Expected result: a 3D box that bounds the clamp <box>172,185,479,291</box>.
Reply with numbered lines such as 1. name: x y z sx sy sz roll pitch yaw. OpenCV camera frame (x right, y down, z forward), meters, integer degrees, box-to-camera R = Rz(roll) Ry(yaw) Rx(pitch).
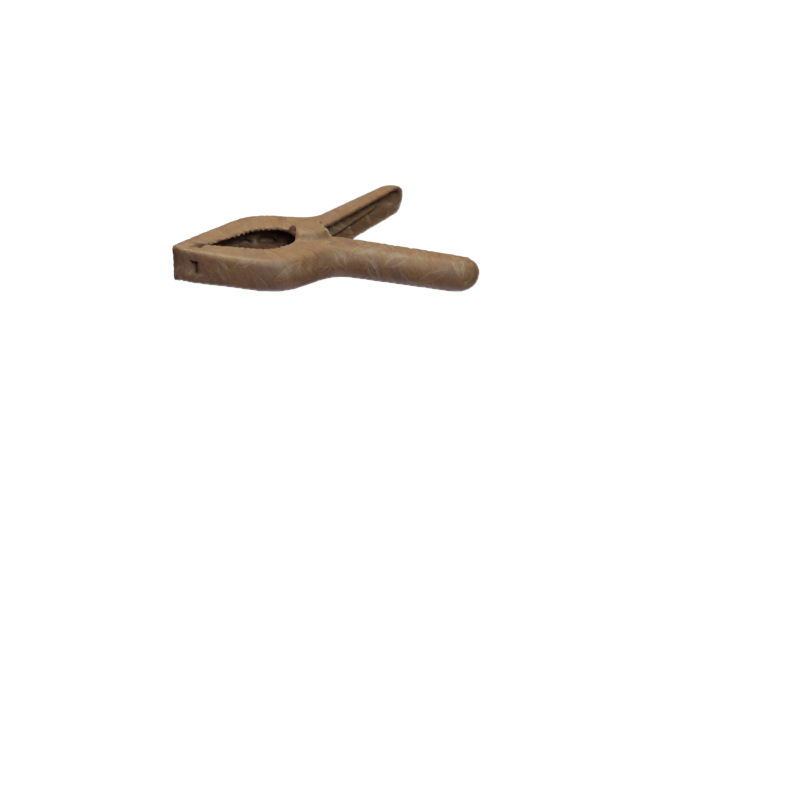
1. clamp: -0.065 -0.118 0.826 0.208 0.034 0.176 -6 30 -10
